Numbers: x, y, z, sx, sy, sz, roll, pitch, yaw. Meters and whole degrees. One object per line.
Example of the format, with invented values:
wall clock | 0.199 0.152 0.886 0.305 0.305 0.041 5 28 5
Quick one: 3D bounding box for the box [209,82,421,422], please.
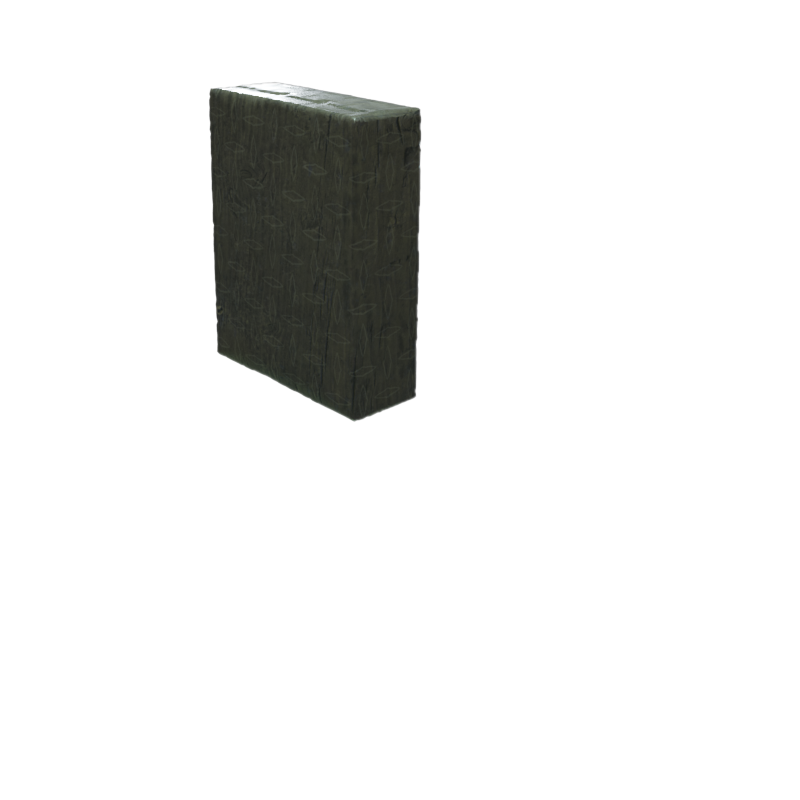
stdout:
box | -0.063 -0.115 0.807 0.070 0.205 0.174 -15 25 -40
